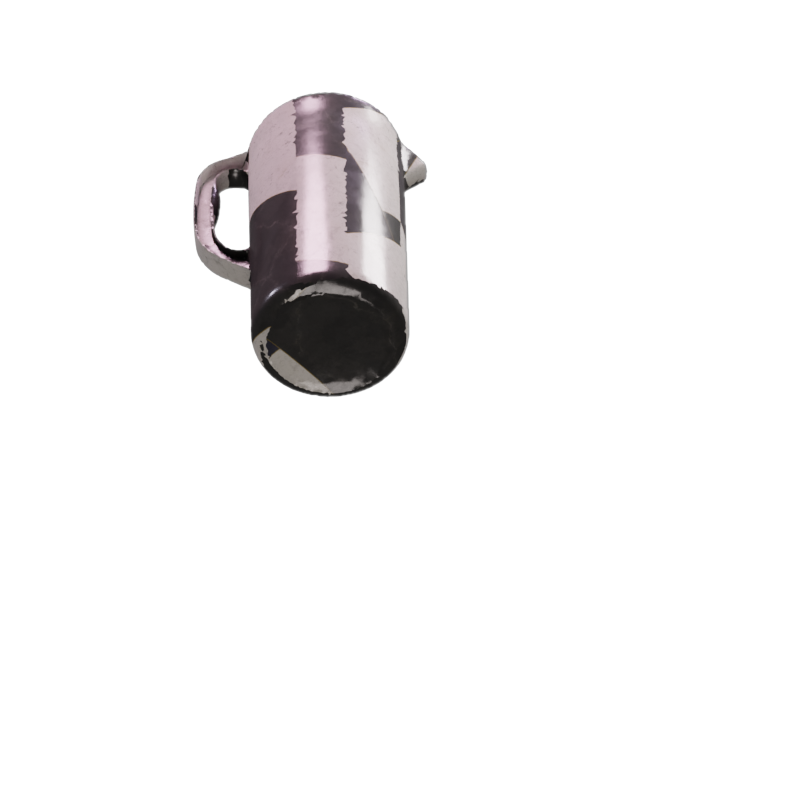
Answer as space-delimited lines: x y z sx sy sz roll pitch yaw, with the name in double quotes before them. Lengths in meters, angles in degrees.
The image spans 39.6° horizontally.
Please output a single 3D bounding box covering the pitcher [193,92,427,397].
"pitcher" -0.066 -0.120 0.841 0.148 0.260 0.136 -37 -57 24
